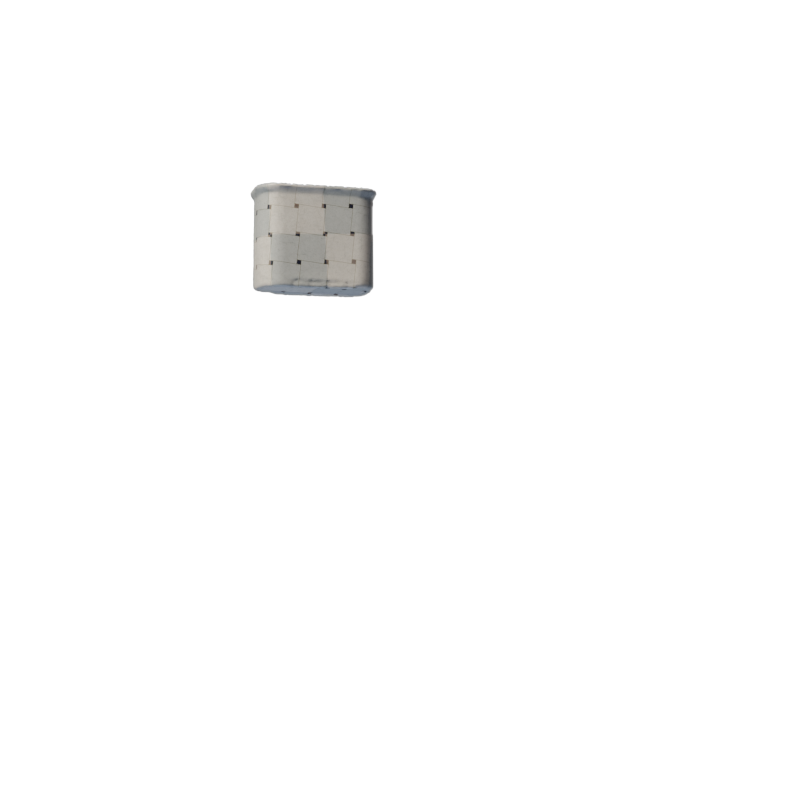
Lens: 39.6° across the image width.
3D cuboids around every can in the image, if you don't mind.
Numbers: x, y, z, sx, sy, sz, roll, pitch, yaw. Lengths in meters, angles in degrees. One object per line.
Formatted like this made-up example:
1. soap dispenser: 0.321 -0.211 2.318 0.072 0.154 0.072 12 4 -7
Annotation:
1. can: -0.071 -0.130 0.913 0.100 0.086 0.057 1 -8 -15
